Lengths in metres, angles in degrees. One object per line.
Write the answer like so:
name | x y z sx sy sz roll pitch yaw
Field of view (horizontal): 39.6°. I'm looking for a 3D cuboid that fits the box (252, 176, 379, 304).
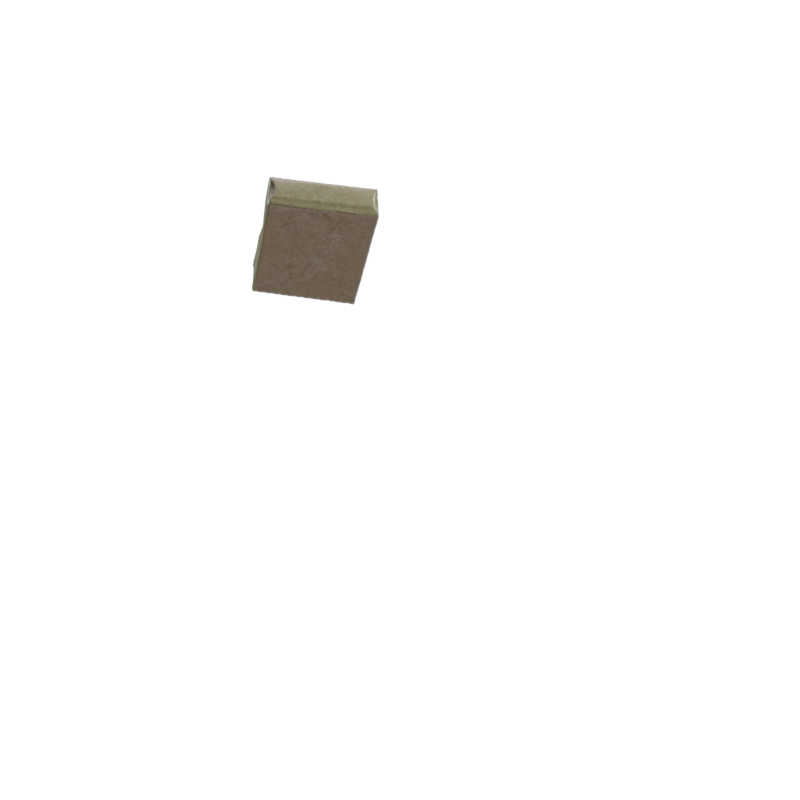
box | -0.059 -0.107 0.749 0.072 0.032 0.084 7 -41 -9
